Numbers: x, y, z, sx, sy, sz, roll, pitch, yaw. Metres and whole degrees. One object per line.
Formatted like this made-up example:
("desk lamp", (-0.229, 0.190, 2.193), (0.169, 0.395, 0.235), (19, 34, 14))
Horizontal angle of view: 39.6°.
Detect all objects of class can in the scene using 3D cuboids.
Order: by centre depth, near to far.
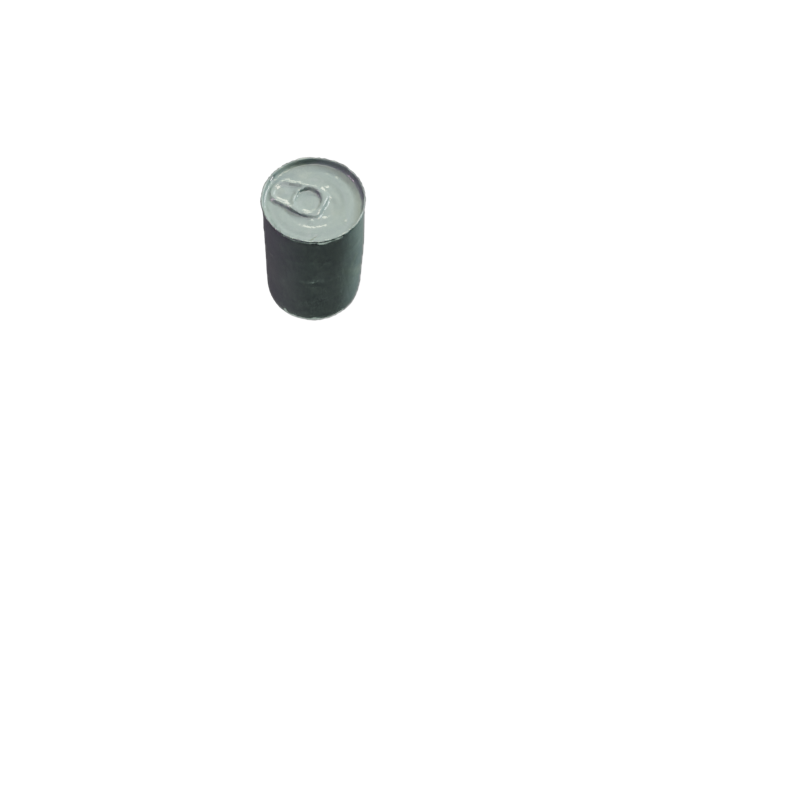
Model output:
("can", (-0.059, -0.107, 0.753), (0.068, 0.073, 0.096), (0, -29, -3))
